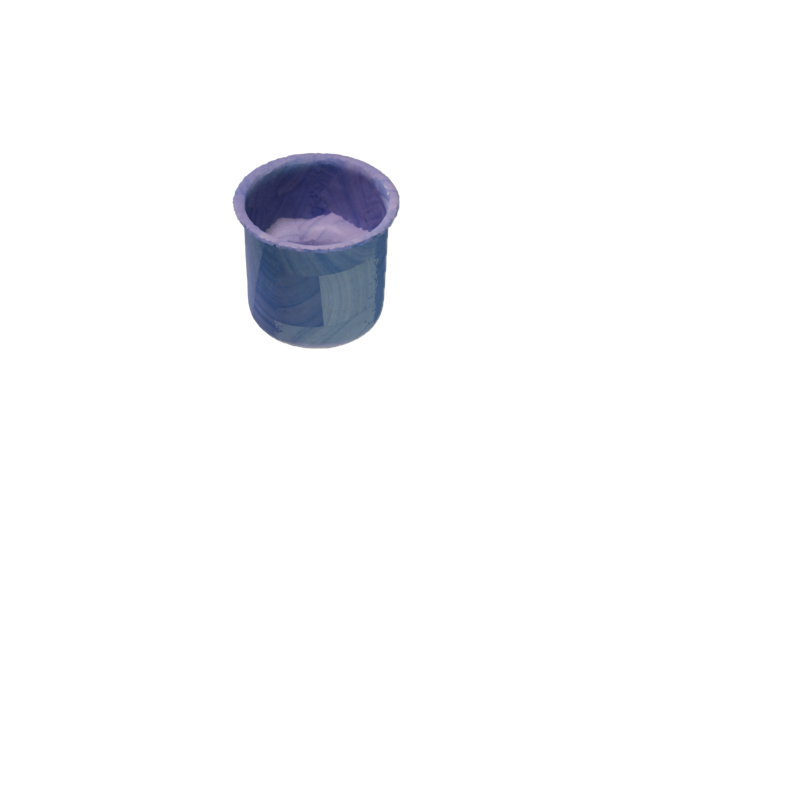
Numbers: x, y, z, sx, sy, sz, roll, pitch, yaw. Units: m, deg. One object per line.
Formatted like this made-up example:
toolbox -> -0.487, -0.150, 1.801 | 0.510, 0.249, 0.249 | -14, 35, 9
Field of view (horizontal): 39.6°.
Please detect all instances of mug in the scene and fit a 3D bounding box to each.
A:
mug -> -0.051, -0.093, 0.652 | 0.092, 0.076, 0.127 | -6, 43, -8
